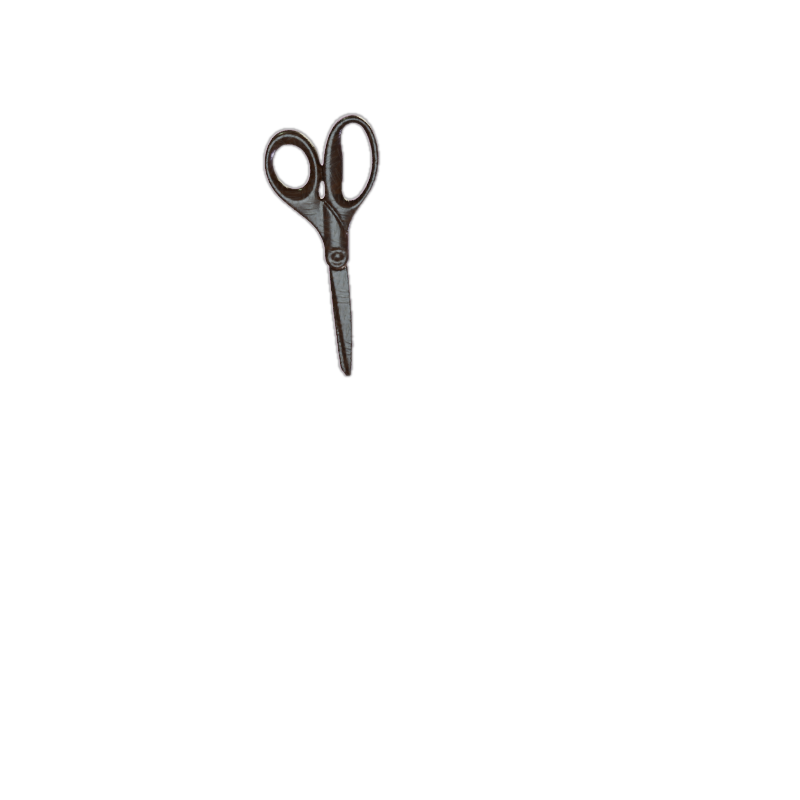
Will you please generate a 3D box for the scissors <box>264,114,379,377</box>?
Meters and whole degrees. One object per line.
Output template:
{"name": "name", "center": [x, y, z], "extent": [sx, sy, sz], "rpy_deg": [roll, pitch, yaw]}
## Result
{"name": "scissors", "center": [-0.067, -0.121, 0.850], "extent": [0.096, 0.198, 0.016], "rpy_deg": [11, 9, -2]}
